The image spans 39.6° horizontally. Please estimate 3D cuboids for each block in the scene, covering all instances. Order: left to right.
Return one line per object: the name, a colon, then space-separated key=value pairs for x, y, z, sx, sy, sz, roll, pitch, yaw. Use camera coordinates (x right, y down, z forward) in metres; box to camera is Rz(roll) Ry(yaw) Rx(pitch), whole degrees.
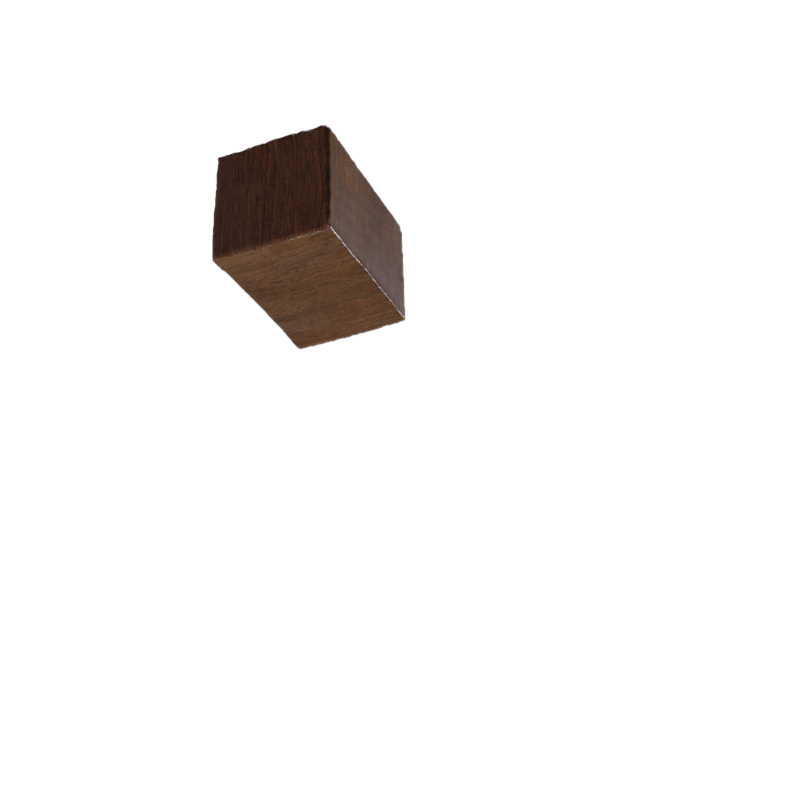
block: x=-0.036 y=-0.066 z=0.460 sx=0.053 sy=0.055 sz=0.072 roll=-14 pitch=-34 yaw=19
